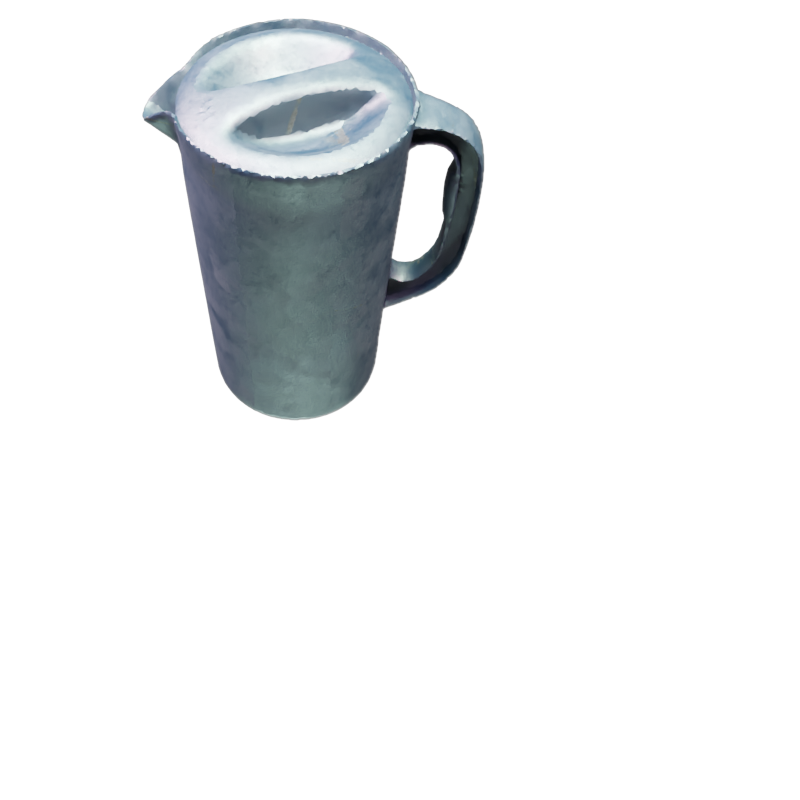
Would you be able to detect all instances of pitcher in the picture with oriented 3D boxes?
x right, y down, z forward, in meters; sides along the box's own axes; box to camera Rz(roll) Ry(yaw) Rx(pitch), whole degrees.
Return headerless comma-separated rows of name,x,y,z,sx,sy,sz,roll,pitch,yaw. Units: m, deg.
pitcher,-0.053,-0.096,0.672,0.146,0.227,0.159,-34,60,-27
